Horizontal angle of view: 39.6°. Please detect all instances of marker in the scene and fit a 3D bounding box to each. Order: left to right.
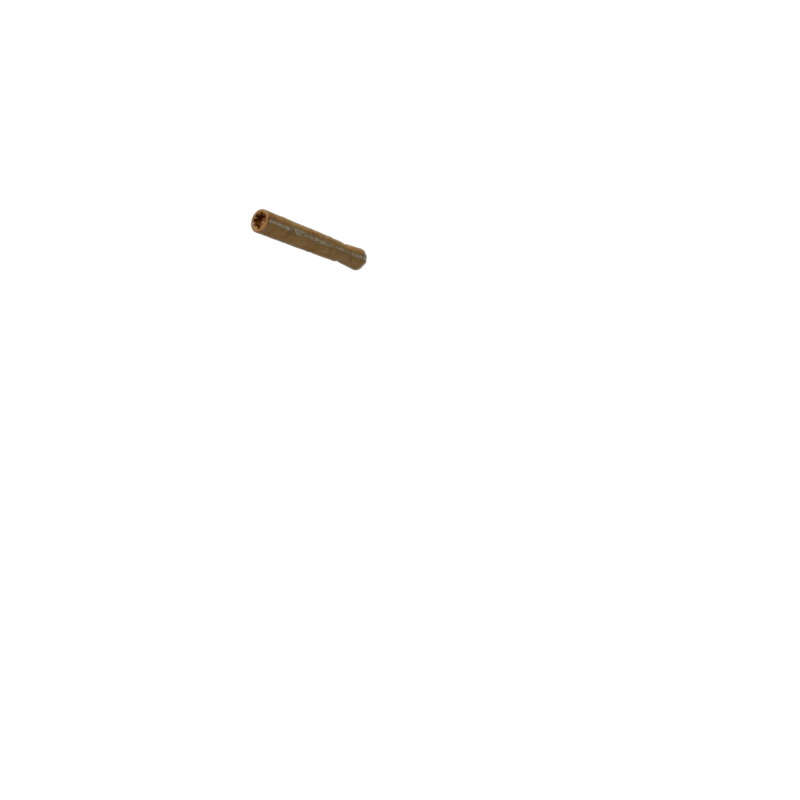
[{"bbox_3d":[-0.068,-0.124,0.872,0.021,0.020,0.114,4,-8,42],"label":"marker"}]
